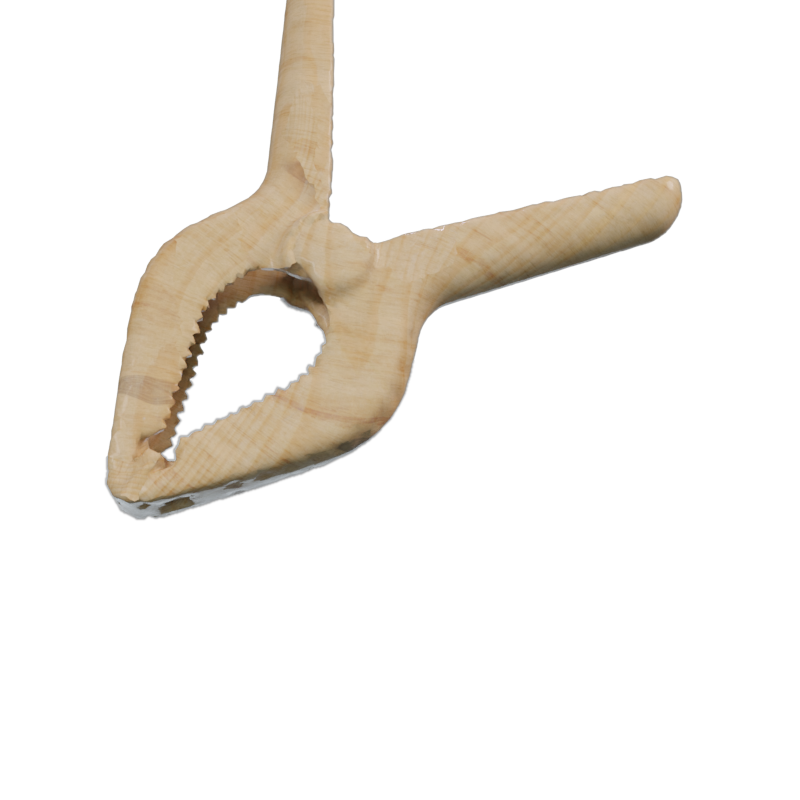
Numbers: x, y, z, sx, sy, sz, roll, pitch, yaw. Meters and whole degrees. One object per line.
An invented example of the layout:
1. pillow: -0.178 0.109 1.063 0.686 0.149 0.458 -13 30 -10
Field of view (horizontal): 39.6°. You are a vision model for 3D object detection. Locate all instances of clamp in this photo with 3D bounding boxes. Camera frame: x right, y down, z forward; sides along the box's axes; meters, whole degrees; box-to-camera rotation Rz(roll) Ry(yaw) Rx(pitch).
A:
1. clamp: -0.029 -0.054 0.377 0.172 0.212 0.034 41 -19 17
